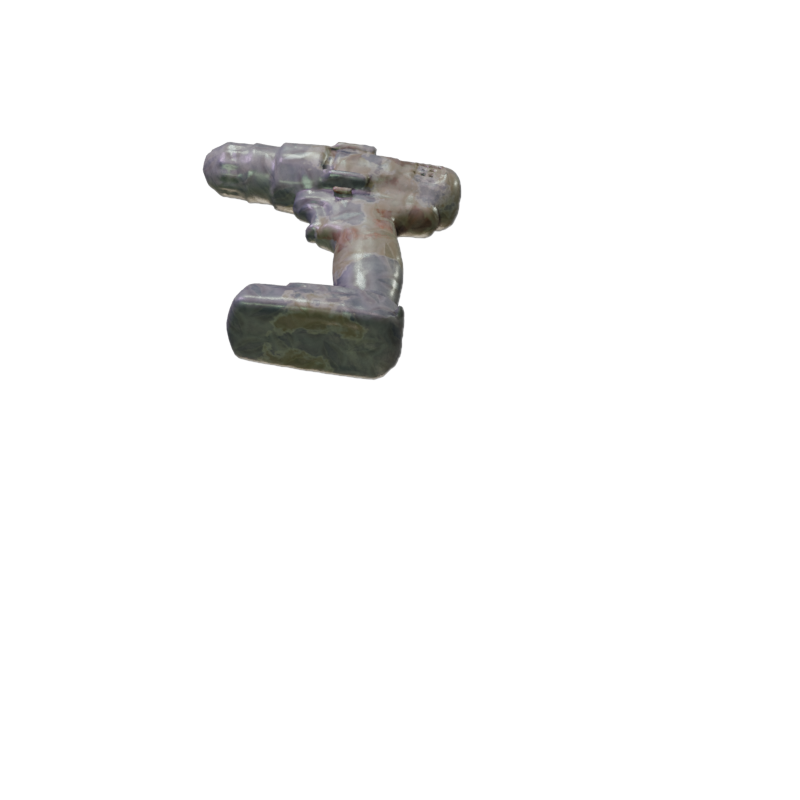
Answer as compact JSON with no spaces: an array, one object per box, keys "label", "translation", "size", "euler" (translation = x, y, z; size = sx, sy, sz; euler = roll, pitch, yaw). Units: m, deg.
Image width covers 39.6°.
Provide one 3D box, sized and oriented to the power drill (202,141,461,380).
[{"label":"power drill","translation":[-0.057,-0.105,0.734],"size":[0.186,0.053,0.199],"euler":[6,45,6]}]
